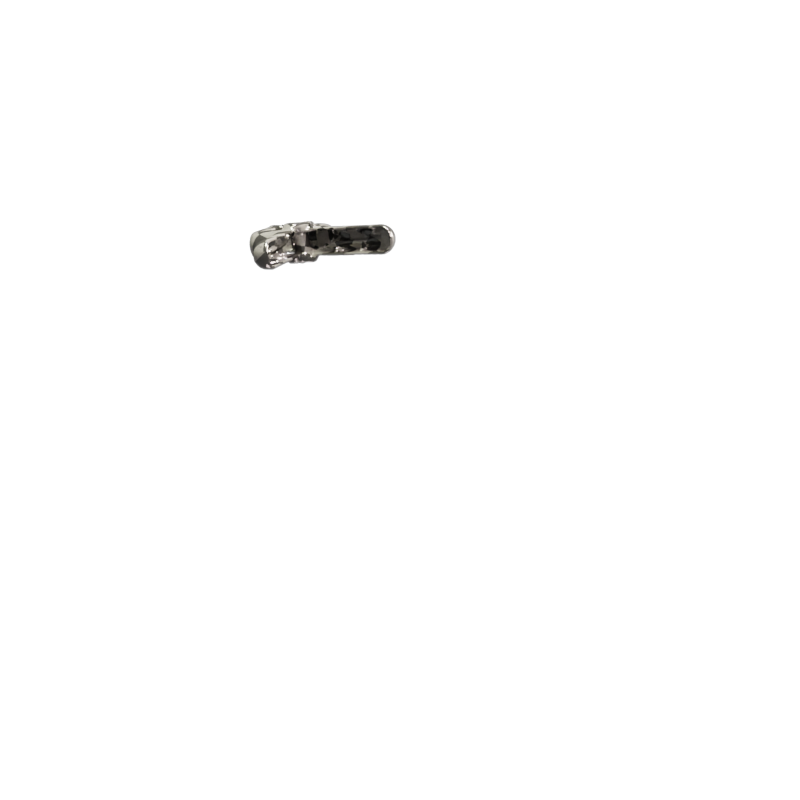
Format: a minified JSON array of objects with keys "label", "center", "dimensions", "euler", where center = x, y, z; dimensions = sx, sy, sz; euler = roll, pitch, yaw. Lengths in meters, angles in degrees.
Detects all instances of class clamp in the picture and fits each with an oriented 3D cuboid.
[{"label":"clamp","center":[-0.076,-0.139,0.973],"dimensions":[0.118,0.038,0.178],"euler":[-3,14,-11]}]
